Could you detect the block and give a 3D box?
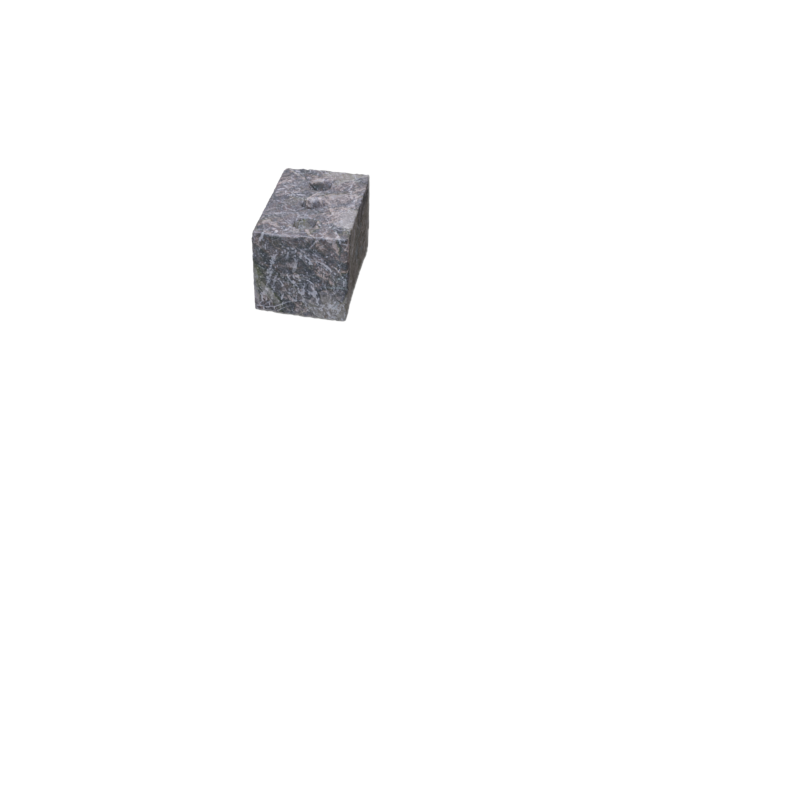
[{"bbox_3d":[-0.049,-0.089,0.621,0.053,0.048,0.082,6,36,6],"label":"block"}]
